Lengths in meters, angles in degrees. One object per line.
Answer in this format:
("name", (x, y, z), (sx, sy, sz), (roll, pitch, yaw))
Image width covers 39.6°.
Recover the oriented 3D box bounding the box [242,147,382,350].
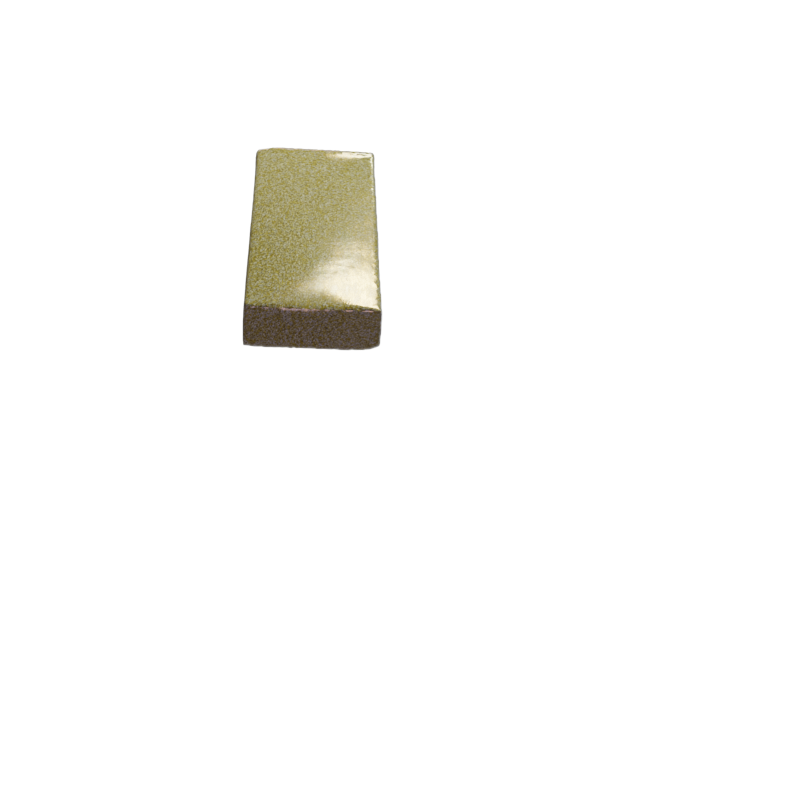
("box", (-0.062, -0.114, 0.796), (0.093, 0.189, 0.045), (1, -43, -4))
